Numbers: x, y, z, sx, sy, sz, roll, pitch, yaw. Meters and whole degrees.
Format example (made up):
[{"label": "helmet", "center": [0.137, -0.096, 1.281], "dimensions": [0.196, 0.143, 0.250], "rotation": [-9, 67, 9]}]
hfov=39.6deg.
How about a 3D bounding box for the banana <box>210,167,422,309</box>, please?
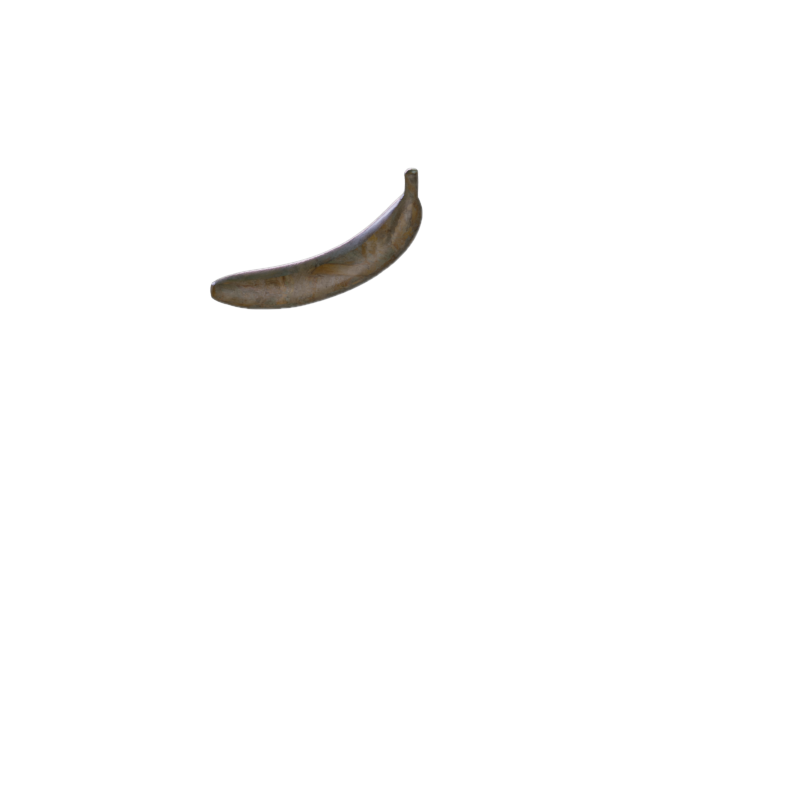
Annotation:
[{"label": "banana", "center": [-0.057, -0.116, 0.895], "dimensions": [0.197, 0.066, 0.039], "rotation": [-29, 23, 13]}]
